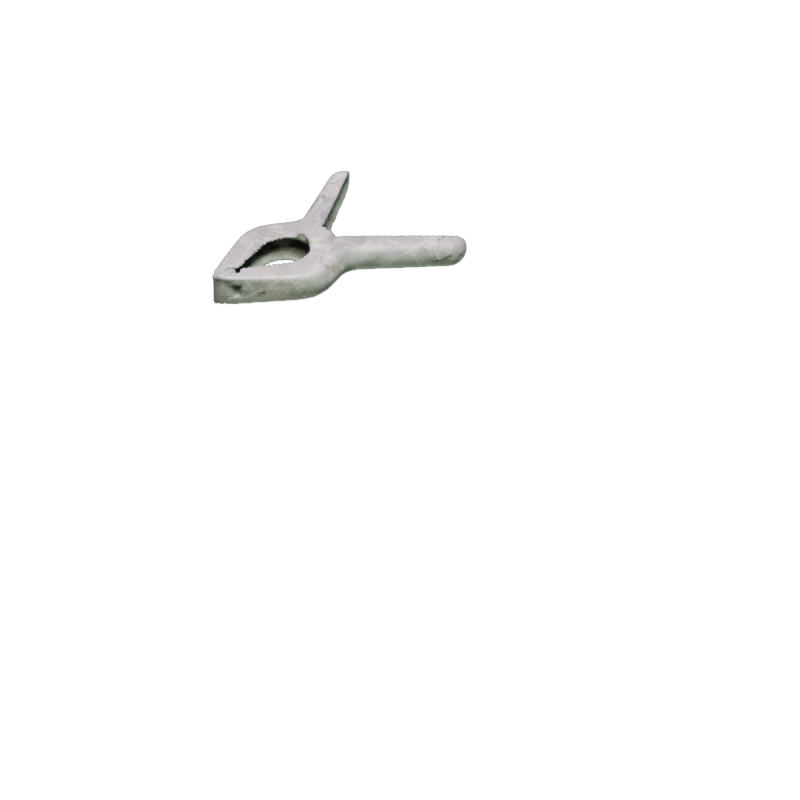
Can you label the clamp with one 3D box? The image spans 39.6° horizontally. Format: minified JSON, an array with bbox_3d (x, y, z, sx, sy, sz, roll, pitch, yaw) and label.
[{"bbox_3d":[-0.073,-0.134,0.937,0.208,0.034,0.177,-22,42,-27],"label":"clamp"}]
